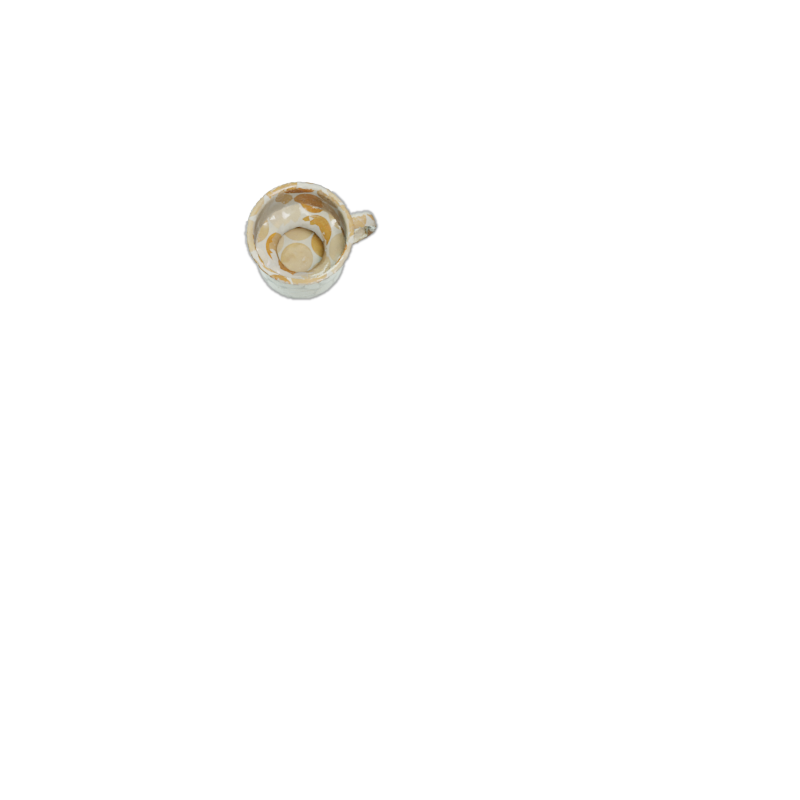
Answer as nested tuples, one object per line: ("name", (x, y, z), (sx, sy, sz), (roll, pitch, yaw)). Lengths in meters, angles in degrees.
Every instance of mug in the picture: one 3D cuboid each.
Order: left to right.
("mug", (-0.077, -0.141, 0.985), (0.117, 0.097, 0.079), (-20, -12, -6))
